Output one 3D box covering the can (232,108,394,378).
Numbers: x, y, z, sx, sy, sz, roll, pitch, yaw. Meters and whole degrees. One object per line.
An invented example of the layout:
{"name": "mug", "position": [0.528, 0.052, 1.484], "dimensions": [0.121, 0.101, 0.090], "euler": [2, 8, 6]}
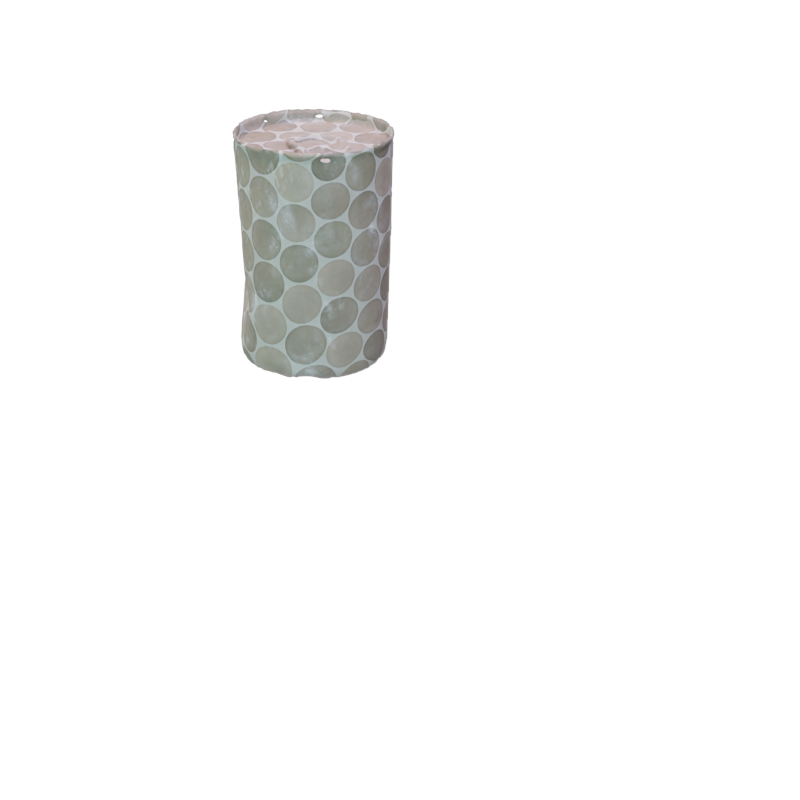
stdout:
{"name": "can", "position": [-0.038, -0.069, 0.484], "dimensions": [0.068, 0.097, 0.072], "euler": [0, 24, -2]}
